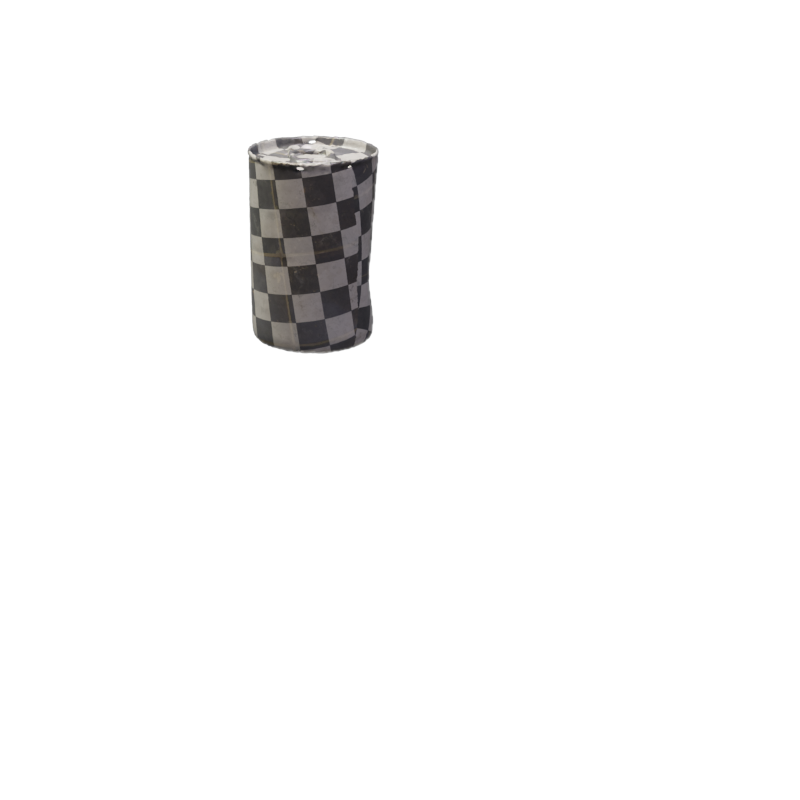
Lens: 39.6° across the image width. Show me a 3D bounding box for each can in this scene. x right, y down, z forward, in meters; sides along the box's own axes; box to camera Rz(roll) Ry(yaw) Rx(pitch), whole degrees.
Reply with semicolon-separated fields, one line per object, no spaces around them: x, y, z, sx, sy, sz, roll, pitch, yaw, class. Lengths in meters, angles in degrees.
-0.046;-0.084;0.590;0.068;0.098;0.072;0;20;-2;can
